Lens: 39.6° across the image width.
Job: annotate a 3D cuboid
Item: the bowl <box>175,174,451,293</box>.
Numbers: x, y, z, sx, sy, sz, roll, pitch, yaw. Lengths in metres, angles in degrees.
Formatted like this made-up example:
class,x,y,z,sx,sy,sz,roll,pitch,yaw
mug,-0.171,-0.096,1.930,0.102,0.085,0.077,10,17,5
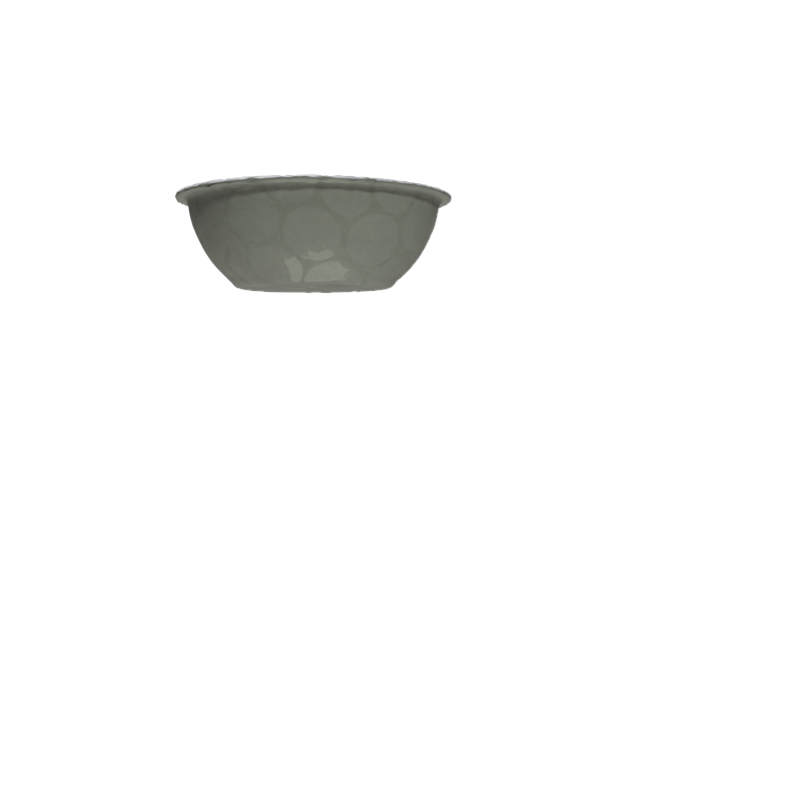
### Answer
class,x,y,z,sx,sy,sz,roll,pitch,yaw
bowl,-0.051,-0.092,0.647,0.162,0.055,0.161,0,1,-2
